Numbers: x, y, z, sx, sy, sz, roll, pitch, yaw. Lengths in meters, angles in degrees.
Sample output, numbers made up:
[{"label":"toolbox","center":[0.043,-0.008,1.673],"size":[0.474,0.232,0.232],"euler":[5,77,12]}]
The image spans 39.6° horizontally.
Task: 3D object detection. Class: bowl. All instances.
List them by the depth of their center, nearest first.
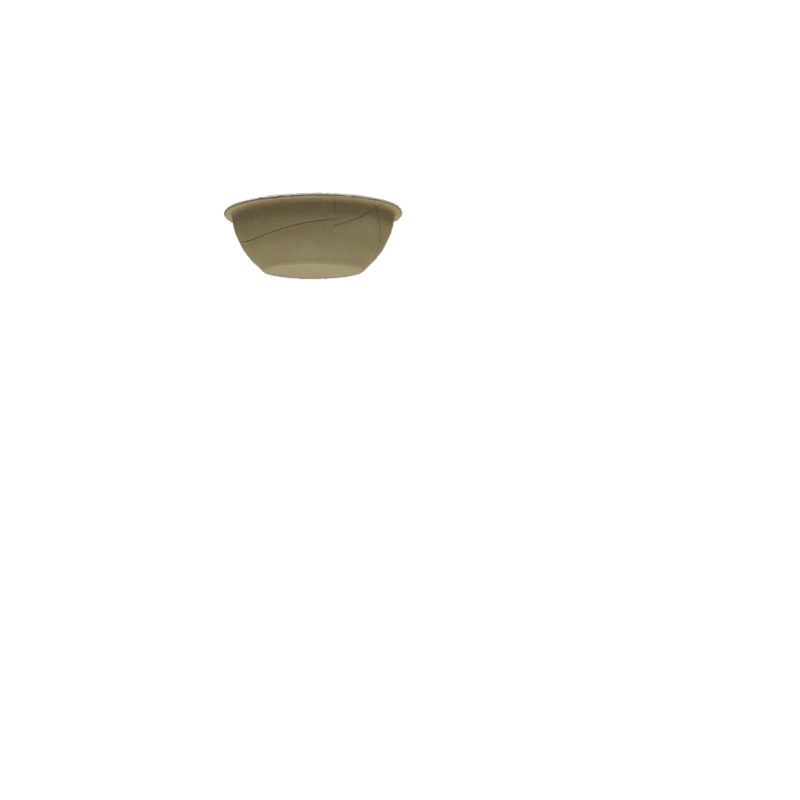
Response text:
[{"label":"bowl","center":[-0.078,-0.142,0.996],"size":[0.162,0.056,0.160],"euler":[0,-3,-2]}]
